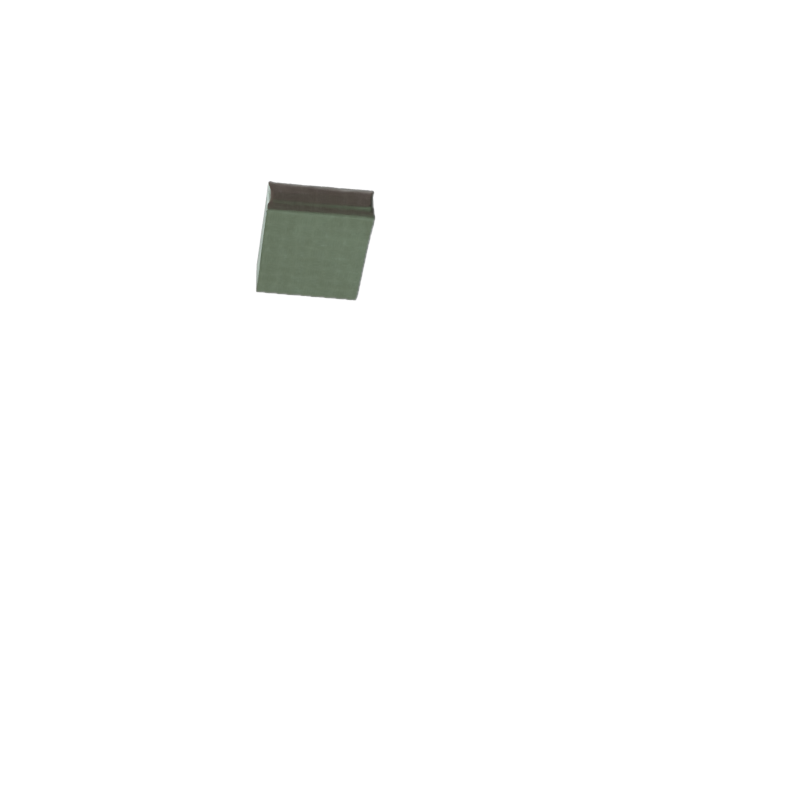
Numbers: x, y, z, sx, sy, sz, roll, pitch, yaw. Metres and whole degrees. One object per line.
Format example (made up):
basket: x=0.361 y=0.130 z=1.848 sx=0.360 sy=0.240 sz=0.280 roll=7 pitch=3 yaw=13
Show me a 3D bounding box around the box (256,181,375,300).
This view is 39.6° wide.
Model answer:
box: x=-0.060 y=-0.109 z=0.765 sx=0.072 sy=0.032 sz=0.084 roll=5 pitch=-39 yaw=-7
